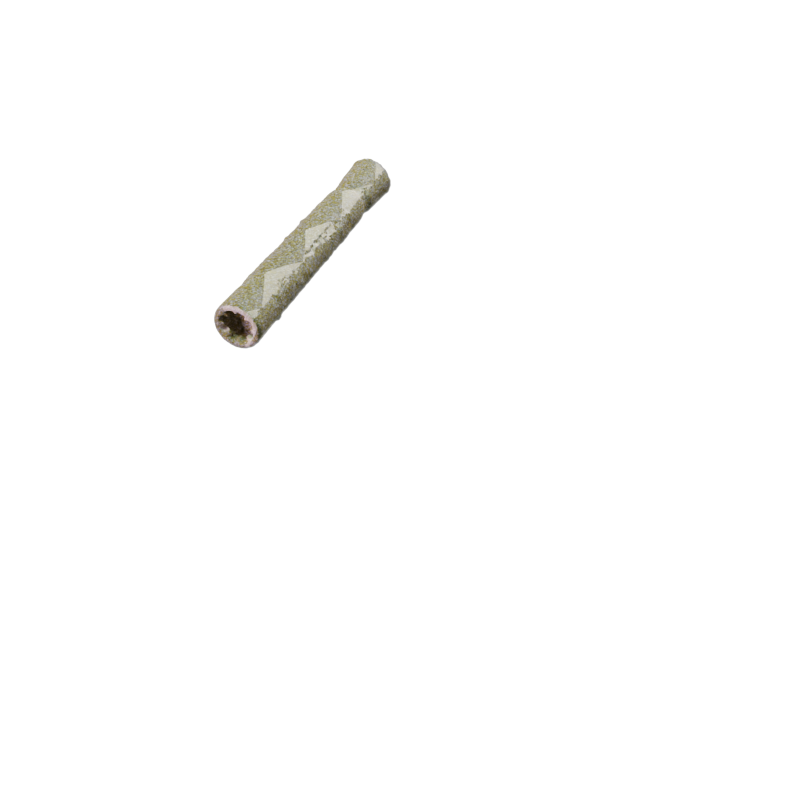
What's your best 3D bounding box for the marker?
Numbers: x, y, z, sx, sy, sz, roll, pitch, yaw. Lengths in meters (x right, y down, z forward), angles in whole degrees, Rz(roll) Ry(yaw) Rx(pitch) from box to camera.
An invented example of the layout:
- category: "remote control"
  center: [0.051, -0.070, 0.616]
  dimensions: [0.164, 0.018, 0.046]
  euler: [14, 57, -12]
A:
- category: "marker"
  center: [-0.034, -0.062, 0.434]
  dimensions: [0.020, 0.018, 0.125]
  euler: [1, 36, 28]
